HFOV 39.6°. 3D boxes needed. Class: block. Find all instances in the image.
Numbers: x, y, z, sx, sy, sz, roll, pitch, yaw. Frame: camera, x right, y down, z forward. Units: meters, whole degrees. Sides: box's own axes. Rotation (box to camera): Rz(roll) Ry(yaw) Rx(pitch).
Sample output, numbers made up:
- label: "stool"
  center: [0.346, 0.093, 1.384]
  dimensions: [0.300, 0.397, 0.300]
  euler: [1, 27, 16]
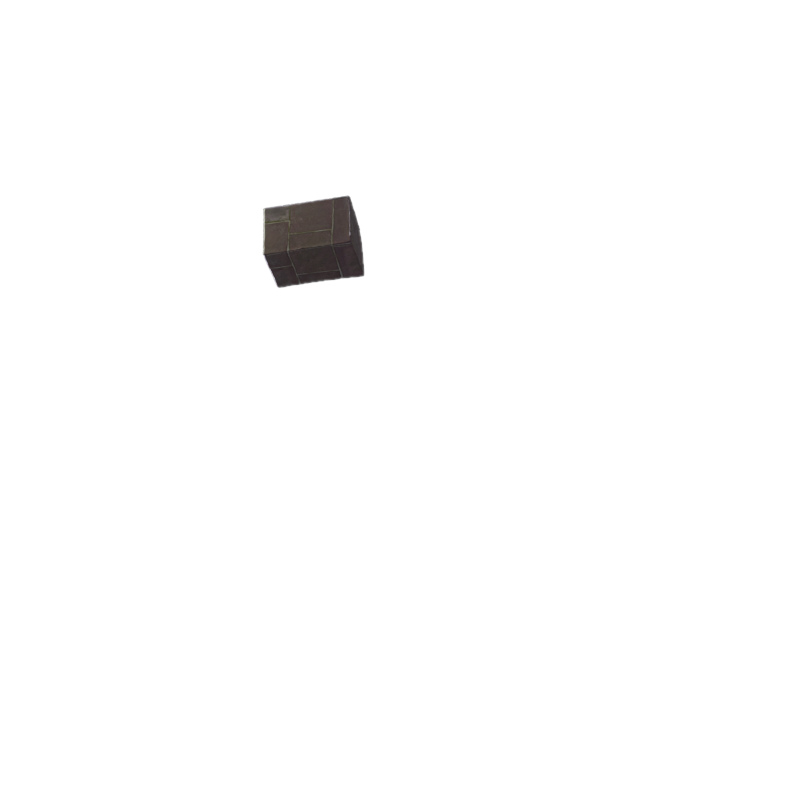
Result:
- label: "block"
  center: [-0.074, -0.135, 0.943]
  dimensions: [0.079, 0.055, 0.049]
  euler: [-7, -33, 9]
